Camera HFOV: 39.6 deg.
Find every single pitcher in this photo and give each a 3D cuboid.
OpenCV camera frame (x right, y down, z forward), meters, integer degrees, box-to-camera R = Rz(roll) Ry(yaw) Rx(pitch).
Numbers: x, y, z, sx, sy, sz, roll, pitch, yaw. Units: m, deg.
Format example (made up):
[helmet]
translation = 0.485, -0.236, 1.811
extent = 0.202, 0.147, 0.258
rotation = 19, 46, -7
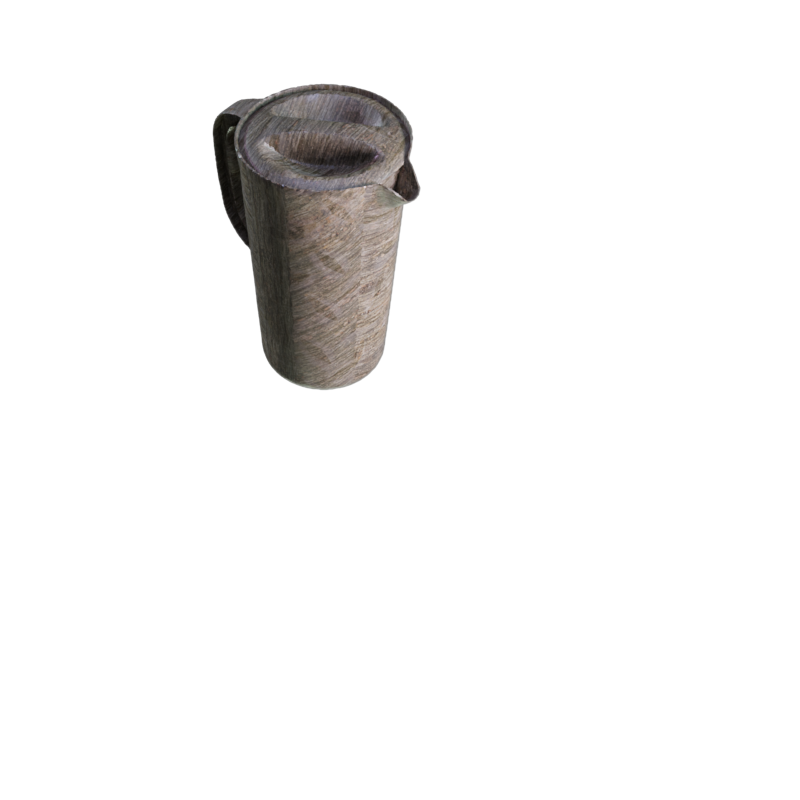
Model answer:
[pitcher]
translation = -0.071, -0.129, 0.902
extent = 0.144, 0.161, 0.226
rotation = -6, -43, -9
